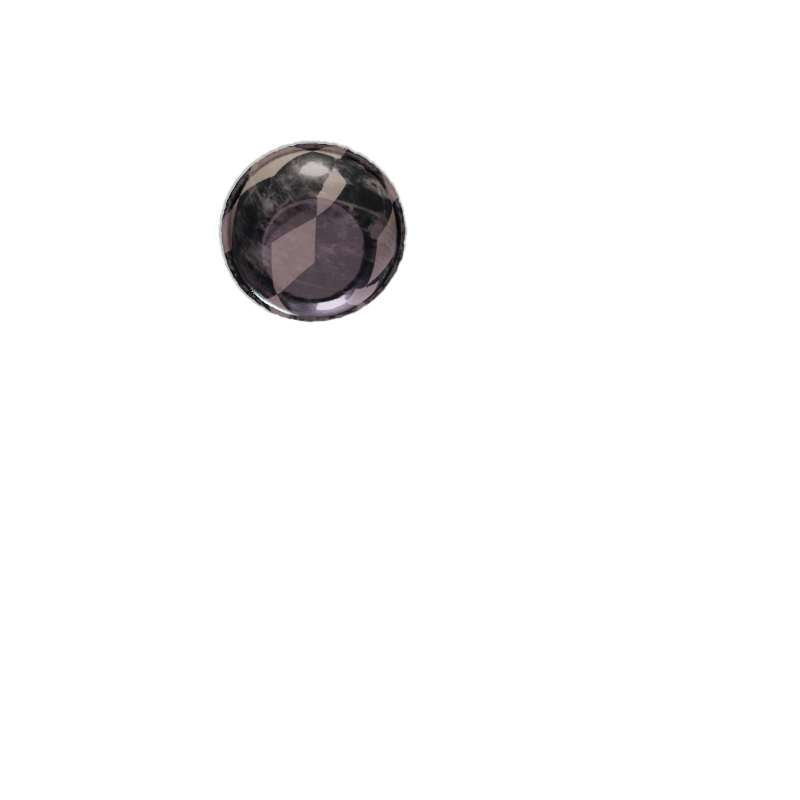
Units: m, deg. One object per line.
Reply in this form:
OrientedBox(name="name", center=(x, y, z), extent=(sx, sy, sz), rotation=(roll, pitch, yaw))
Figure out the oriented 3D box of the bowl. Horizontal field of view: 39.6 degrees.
OrientedBox(name="bowl", center=(-0.073, -0.134, 0.938), extent=(0.162, 0.156, 0.057), rotation=(0, 17, -1))
